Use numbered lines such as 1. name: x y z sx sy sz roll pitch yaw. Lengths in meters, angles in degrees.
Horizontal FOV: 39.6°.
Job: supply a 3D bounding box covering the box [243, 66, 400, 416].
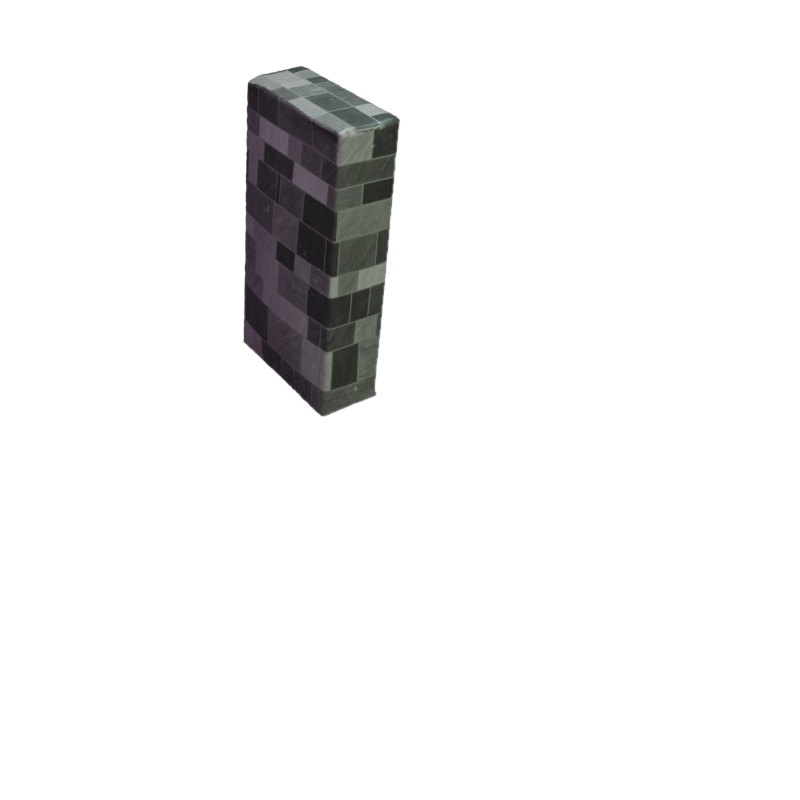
1. box: -0.049 -0.089 0.626 0.047 0.166 0.100 -19 38 -31
